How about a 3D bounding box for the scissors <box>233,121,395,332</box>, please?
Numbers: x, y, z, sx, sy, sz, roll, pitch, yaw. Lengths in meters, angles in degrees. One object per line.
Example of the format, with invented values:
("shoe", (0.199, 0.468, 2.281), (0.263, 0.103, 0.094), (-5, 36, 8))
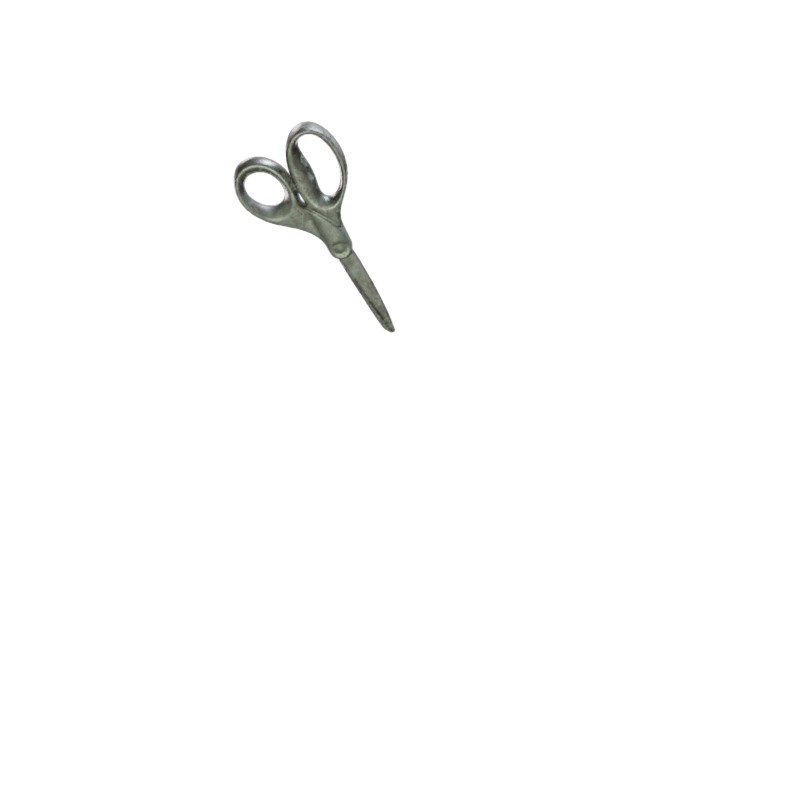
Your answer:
("scissors", (-0.068, -0.124, 0.869), (0.097, 0.188, 0.017), (-9, 34, 6))
